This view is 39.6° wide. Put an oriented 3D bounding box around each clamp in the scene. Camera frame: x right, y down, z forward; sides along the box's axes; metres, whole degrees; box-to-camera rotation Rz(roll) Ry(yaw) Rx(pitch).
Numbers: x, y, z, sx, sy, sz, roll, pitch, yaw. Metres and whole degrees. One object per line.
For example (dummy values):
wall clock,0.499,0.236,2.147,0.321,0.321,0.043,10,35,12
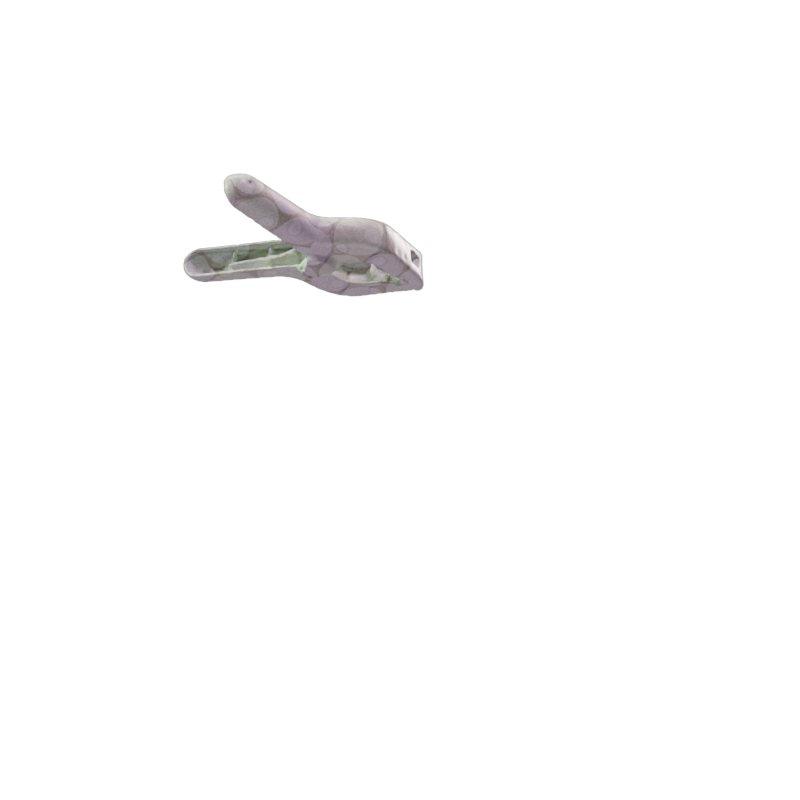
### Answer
clamp,-0.060,-0.110,0.772,0.169,0.041,0.116,4,-20,-12
